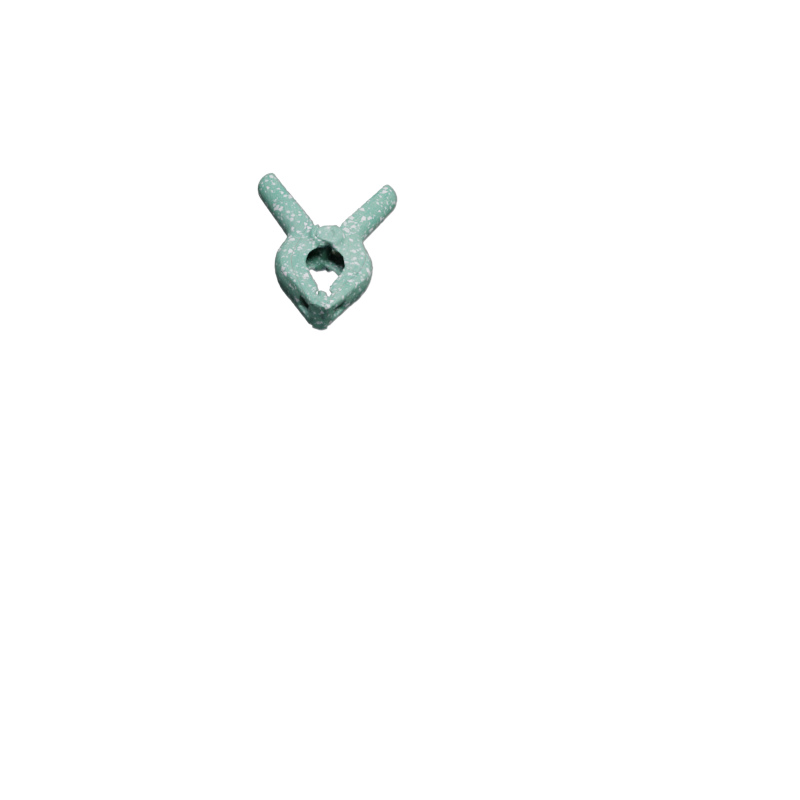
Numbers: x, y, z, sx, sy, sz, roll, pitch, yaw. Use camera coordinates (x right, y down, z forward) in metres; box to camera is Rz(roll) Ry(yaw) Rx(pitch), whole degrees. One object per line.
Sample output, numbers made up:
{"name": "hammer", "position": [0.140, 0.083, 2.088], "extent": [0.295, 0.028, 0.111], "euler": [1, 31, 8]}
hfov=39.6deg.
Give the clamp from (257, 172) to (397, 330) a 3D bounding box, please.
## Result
{"name": "clamp", "position": [-0.072, -0.131, 0.915], "extent": [0.121, 0.037, 0.182], "euler": [6, 43, 6]}
